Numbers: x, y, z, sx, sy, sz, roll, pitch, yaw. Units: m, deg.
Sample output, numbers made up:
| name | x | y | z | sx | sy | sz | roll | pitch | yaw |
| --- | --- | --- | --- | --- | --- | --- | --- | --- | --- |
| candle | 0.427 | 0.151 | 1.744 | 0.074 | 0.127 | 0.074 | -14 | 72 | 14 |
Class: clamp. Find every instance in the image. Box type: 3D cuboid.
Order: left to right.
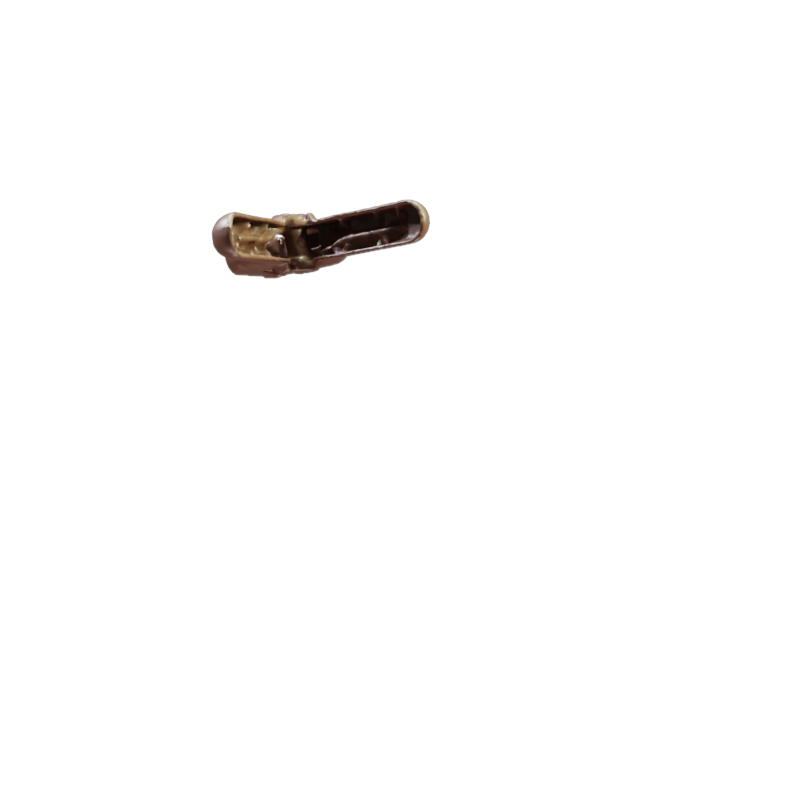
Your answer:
| name | x | y | z | sx | sy | sz | roll | pitch | yaw |
| --- | --- | --- | --- | --- | --- | --- | --- | --- | --- |
| clamp | -0.052 | -0.095 | 0.668 | 0.119 | 0.039 | 0.173 | 0 | 4 | -8 |
